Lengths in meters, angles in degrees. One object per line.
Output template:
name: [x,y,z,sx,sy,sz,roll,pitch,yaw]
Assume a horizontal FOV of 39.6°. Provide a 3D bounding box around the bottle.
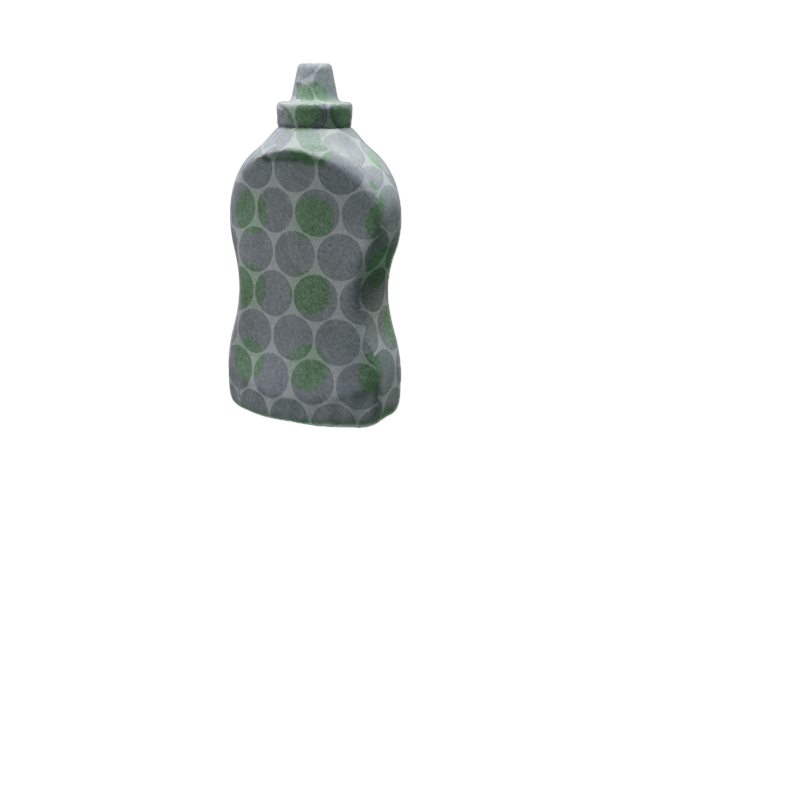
bottle: [-0.047,-0.086,0.604,0.100,0.187,0.057,6,11,29]
